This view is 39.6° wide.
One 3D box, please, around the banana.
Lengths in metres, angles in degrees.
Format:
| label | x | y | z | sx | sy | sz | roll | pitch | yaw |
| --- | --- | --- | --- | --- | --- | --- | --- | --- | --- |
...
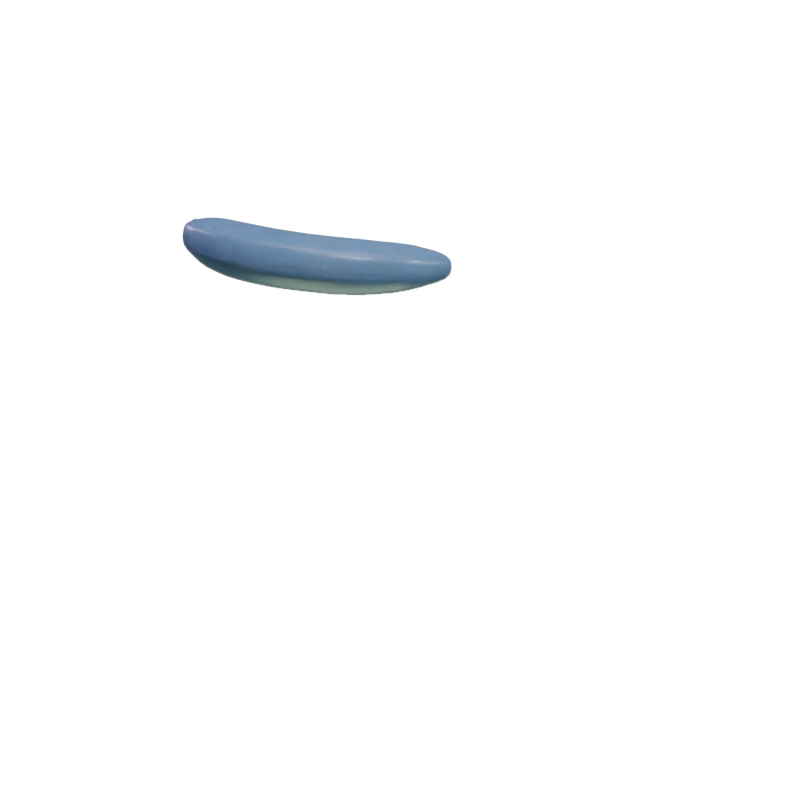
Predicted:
| label | x | y | z | sx | sy | sz | roll | pitch | yaw |
| --- | --- | --- | --- | --- | --- | --- | --- | --- | --- |
| banana | -0.068 | -0.098 | 0.733 | 0.205 | 0.035 | 0.071 | 13 | 33 | 20 |
